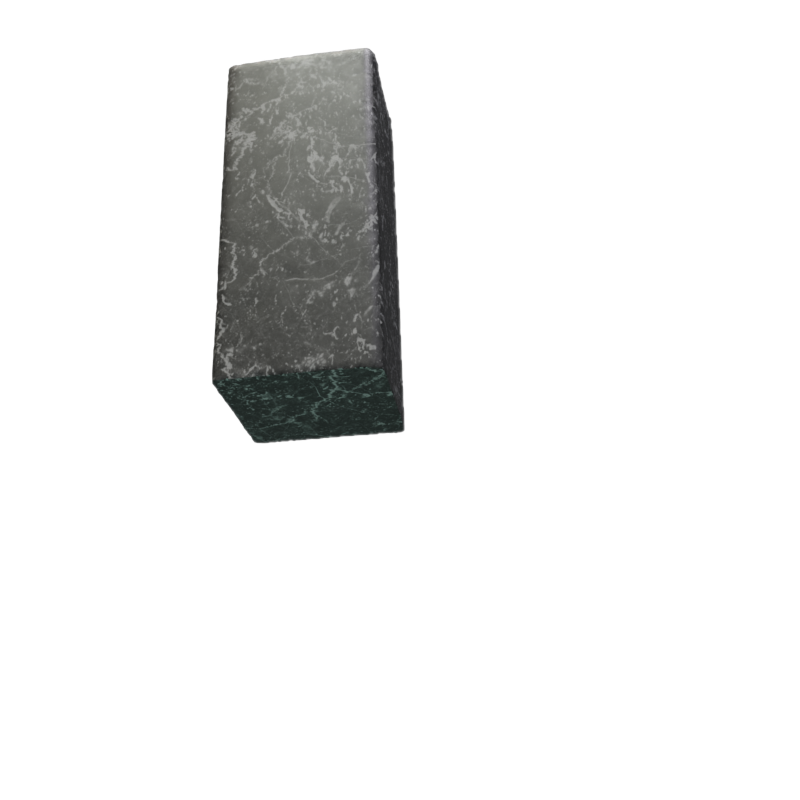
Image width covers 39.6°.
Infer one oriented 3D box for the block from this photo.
[{"bbox_3d":[-0.050,-0.092,0.641,0.091,0.219,0.084,-6,-29,7],"label":"block"}]
